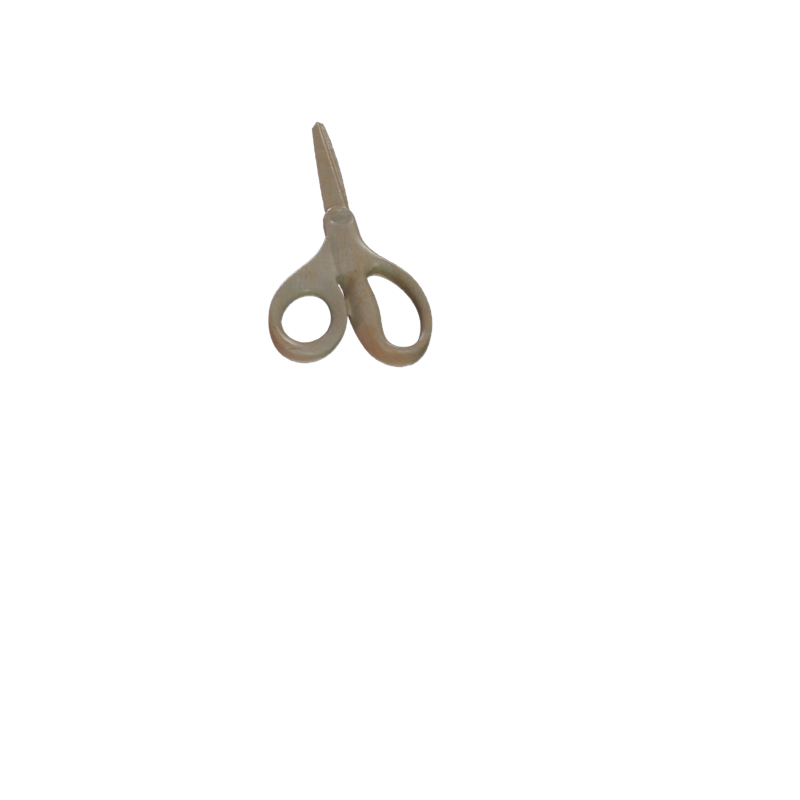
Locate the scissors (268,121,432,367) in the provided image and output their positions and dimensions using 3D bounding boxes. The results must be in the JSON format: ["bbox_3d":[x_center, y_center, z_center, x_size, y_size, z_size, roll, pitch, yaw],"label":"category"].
[{"bbox_3d":[-0.050,-0.091,0.640,0.095,0.218,0.015,-18,-40,-16],"label":"scissors"}]
